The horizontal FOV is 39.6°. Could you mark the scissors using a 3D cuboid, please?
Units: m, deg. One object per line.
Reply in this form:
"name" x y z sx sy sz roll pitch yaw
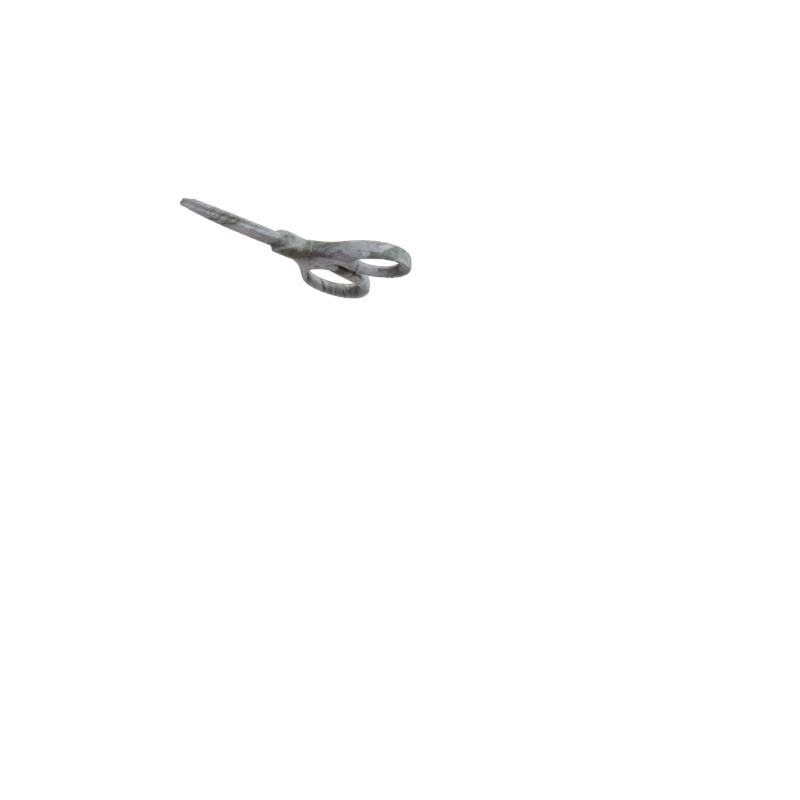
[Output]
"scissors" -0.063 -0.115 0.804 0.098 0.016 0.188 -9 -19 26
